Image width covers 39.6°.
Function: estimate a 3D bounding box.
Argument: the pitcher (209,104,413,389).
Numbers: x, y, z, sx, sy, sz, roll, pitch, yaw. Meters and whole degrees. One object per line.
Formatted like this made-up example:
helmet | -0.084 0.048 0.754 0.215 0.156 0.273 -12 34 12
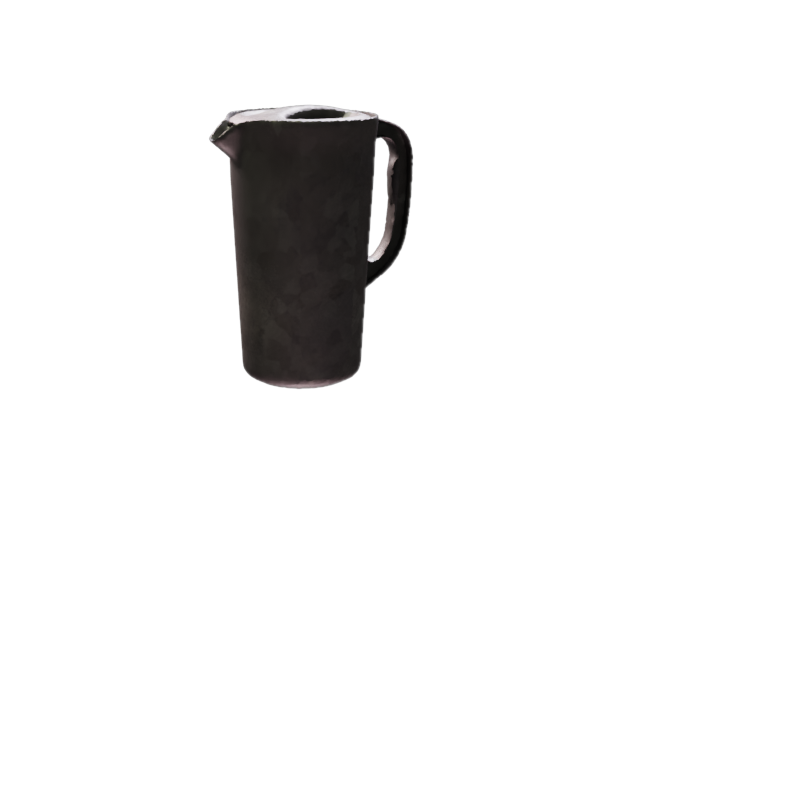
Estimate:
pitcher | -0.078 -0.141 0.990 0.153 0.236 0.146 5 15 17
